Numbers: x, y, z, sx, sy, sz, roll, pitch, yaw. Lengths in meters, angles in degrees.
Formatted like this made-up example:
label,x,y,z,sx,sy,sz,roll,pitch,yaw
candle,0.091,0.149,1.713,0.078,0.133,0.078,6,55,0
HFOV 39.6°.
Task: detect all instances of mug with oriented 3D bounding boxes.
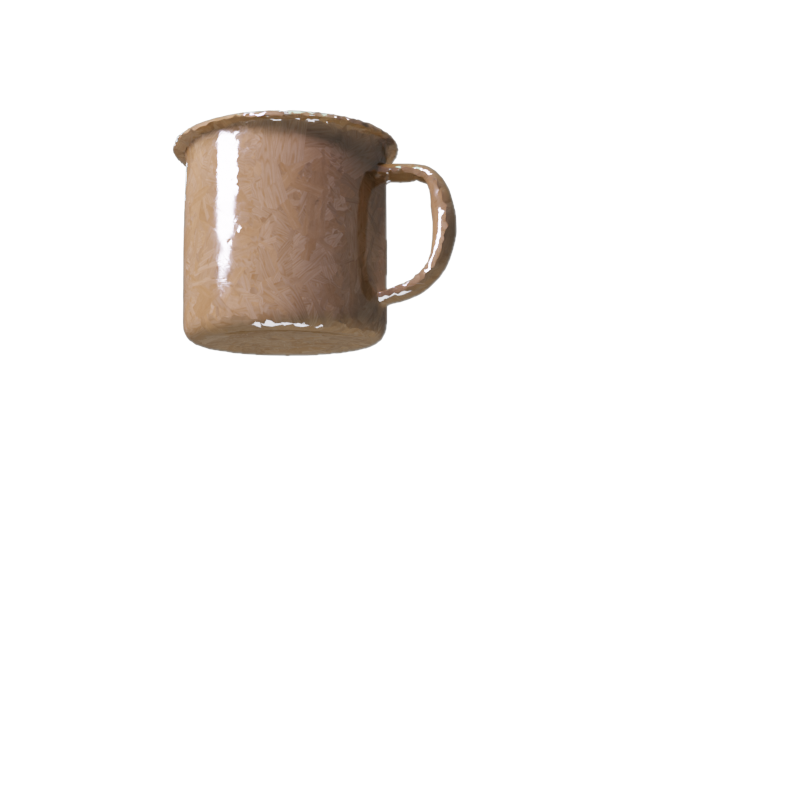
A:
label,x,y,z,sx,sy,sz,roll,pitch,yaw
mug,-0.035,-0.064,0.445,0.119,0.084,0.089,-3,-10,17
